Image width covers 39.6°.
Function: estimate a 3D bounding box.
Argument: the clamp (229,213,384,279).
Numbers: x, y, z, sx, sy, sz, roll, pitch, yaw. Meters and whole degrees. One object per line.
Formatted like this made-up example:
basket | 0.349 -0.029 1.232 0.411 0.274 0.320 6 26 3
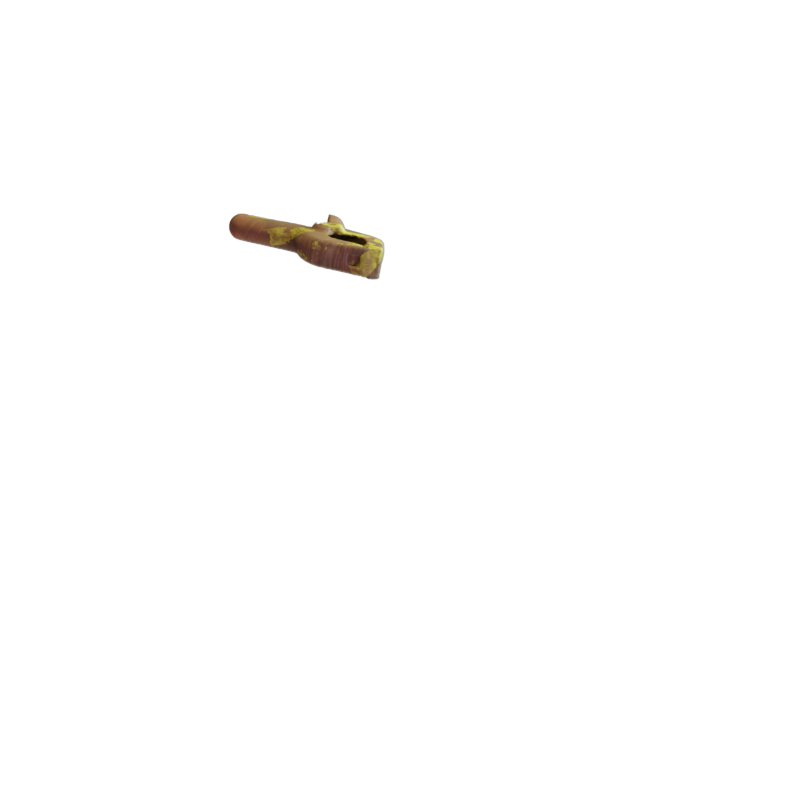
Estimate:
clamp | -0.078 -0.143 0.998 0.117 0.038 0.181 -8 20 -24
